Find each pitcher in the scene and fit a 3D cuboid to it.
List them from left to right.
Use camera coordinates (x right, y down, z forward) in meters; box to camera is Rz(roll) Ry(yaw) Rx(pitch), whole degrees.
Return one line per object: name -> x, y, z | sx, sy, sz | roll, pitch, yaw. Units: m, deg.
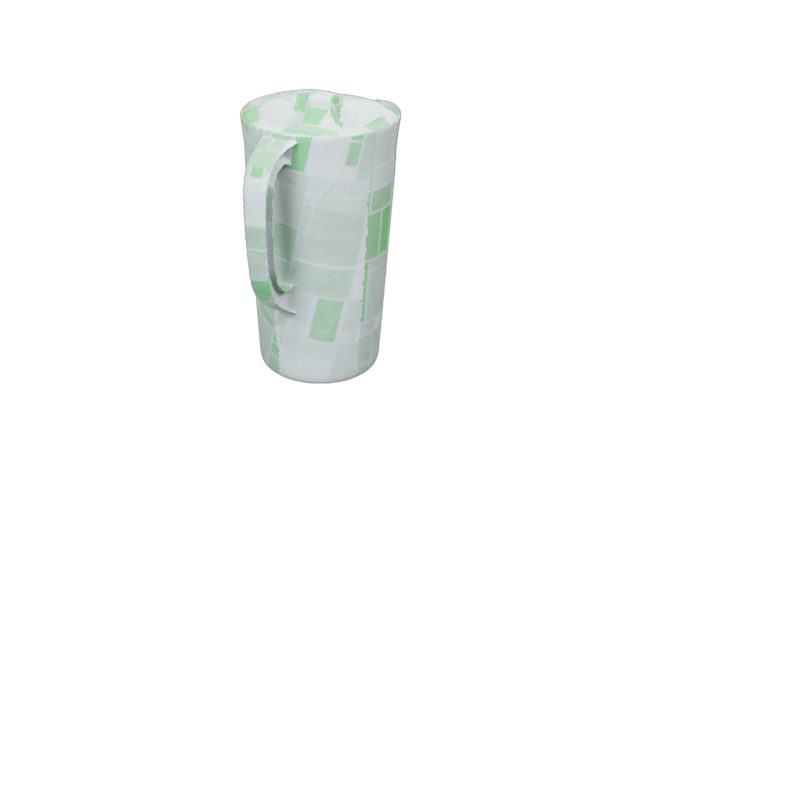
pitcher -> -0.075, -0.136, 0.955 | 0.147, 0.230, 0.155 | -8, 28, -18
